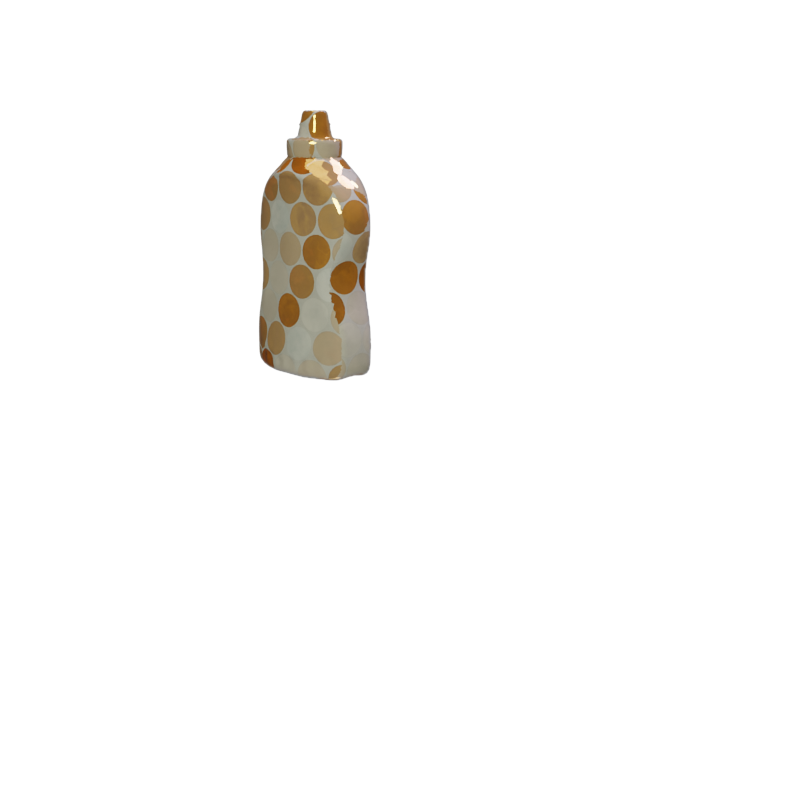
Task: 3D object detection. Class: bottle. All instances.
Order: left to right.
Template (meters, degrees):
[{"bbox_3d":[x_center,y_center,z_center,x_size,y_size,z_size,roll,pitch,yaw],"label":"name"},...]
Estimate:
[{"bbox_3d":[-0.064,-0.117,0.816,0.056,0.188,0.101,-6,10,-41],"label":"bottle"}]
